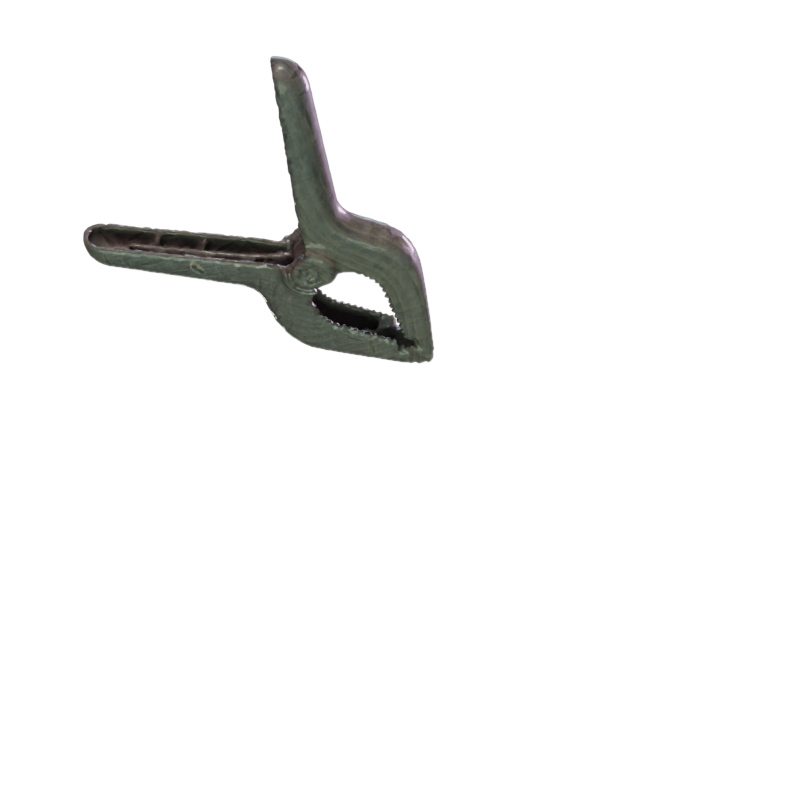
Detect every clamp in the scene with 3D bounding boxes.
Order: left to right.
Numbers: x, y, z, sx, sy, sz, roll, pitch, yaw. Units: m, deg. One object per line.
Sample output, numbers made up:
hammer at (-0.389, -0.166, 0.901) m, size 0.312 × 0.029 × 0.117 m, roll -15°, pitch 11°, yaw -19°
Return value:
clamp at (-0.049, -0.089, 0.624) m, size 0.199 × 0.039 × 0.161 m, roll 31°, pitch -55°, yaw -25°
